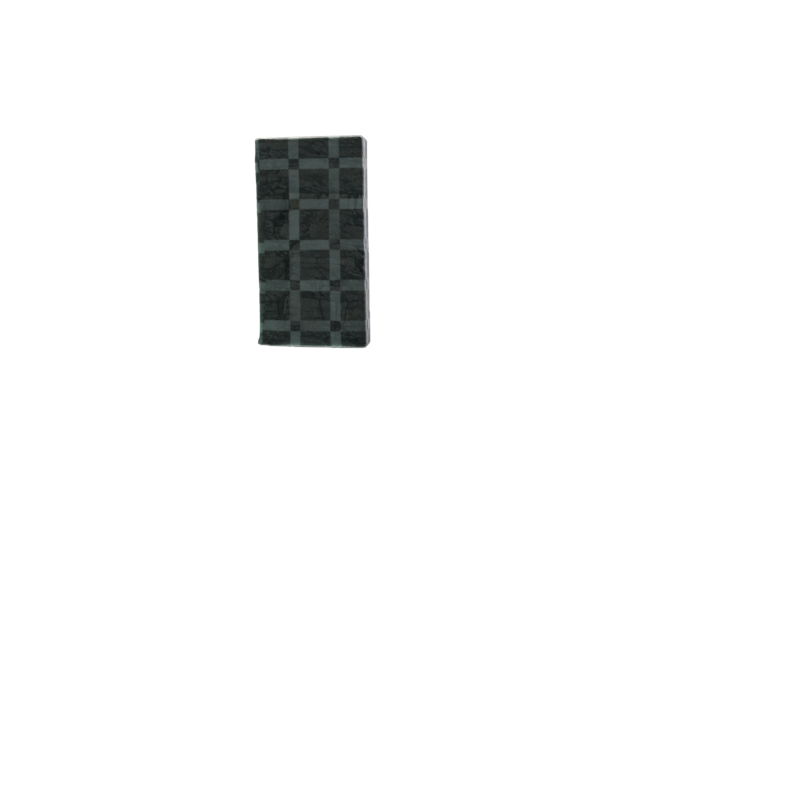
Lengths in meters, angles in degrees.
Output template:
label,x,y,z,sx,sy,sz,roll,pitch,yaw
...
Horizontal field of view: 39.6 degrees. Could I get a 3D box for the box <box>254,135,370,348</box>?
label,x,y,z,sx,sy,sz,roll,pitch,yaw
box,-0.073,-0.134,0.936,0.094,0.176,0.047,0,0,8
